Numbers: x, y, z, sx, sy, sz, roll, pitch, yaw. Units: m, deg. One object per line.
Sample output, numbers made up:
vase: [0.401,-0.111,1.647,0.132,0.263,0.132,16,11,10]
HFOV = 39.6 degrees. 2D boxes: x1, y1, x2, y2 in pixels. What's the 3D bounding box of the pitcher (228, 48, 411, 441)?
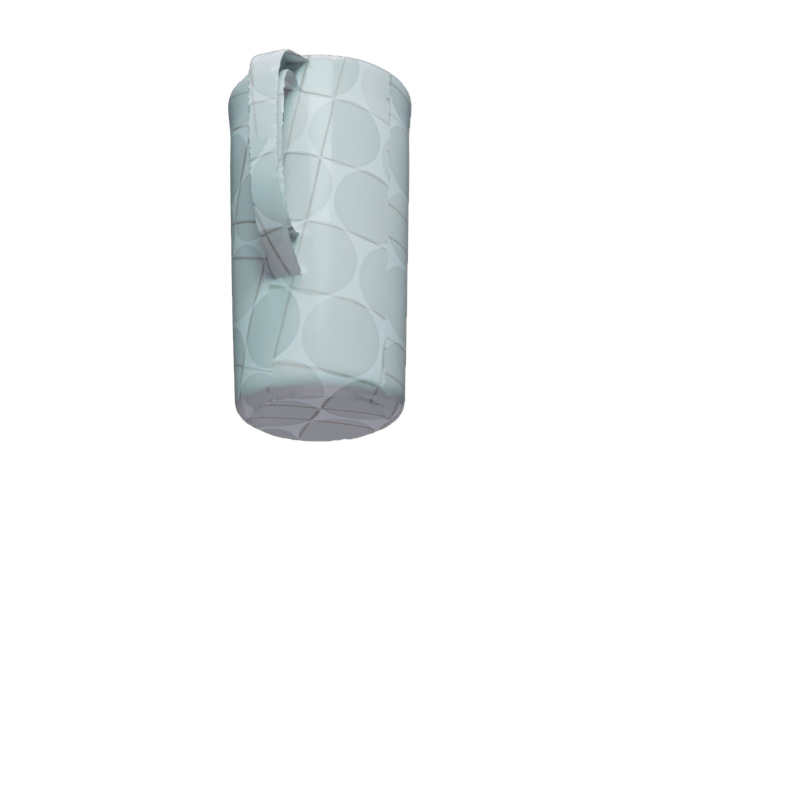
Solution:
pitcher: [-0.058,-0.106,0.744,0.143,0.257,0.142,12,-29,-26]
